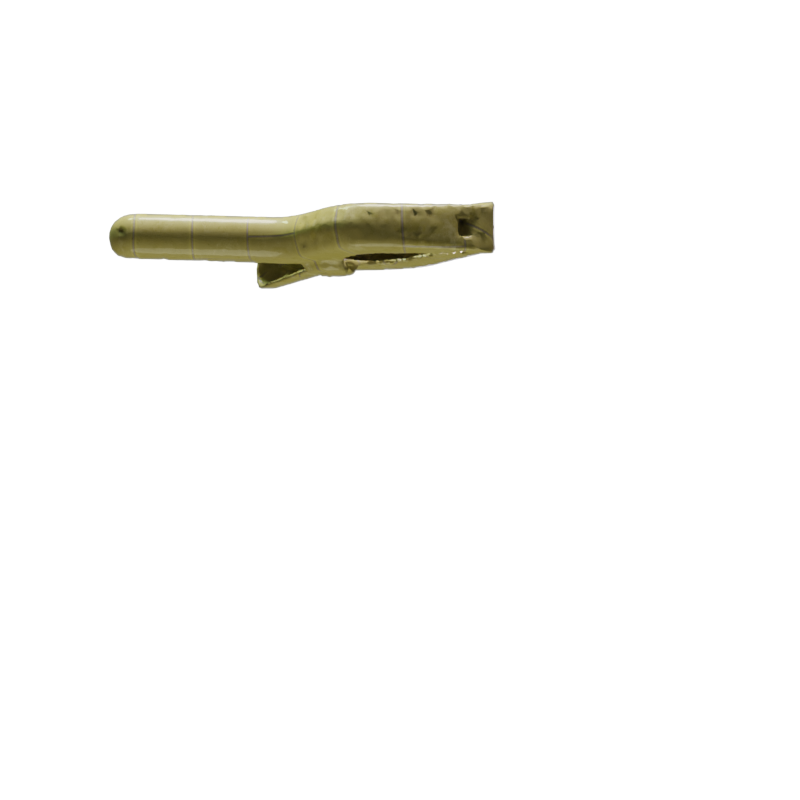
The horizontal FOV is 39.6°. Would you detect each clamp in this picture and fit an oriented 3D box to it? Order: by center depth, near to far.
[{"bbox_3d":[-0.050,-0.091,0.639,0.217,0.037,0.157,-1,-2,35],"label":"clamp"}]
